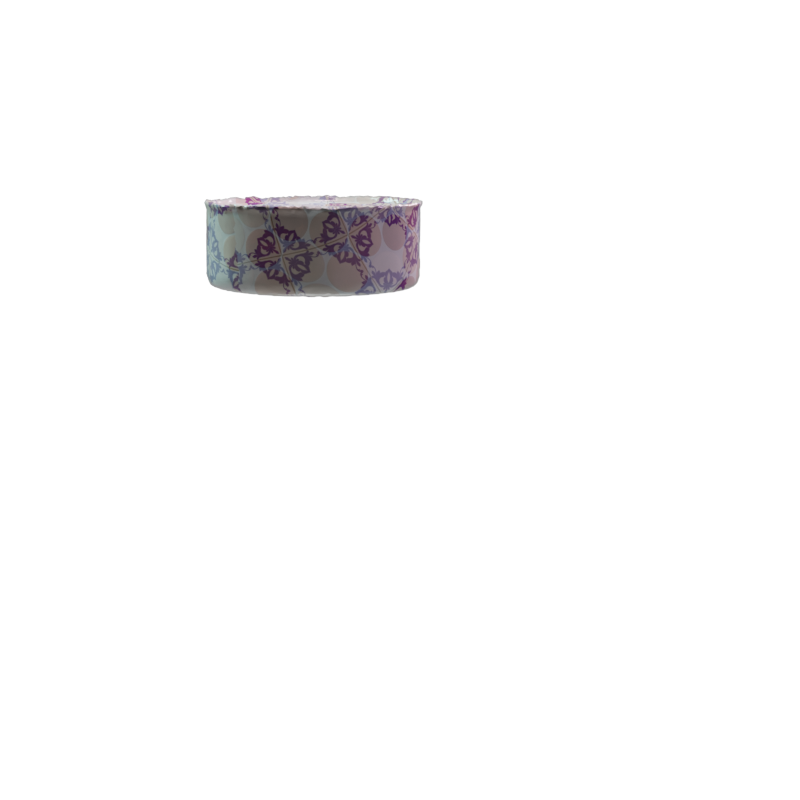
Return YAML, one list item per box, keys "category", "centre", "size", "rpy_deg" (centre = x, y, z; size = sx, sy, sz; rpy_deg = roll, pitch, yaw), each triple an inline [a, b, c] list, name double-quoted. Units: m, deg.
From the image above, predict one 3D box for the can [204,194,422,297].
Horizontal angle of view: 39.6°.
- category: "can"
  centre: [-0.034, -0.063, 0.439]
  size: [0.086, 0.033, 0.088]
  rpy_deg: [0, 12, -2]
